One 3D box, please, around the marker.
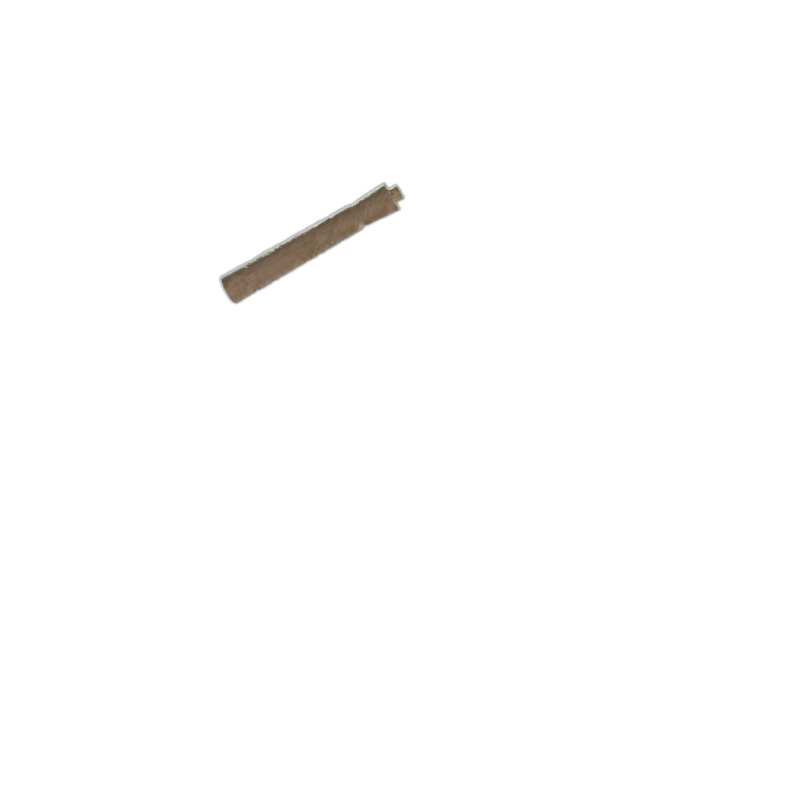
[{"bbox_3d":[-0.052,-0.095,0.667,0.121,0.020,0.020,-29,0,8],"label":"marker"}]
